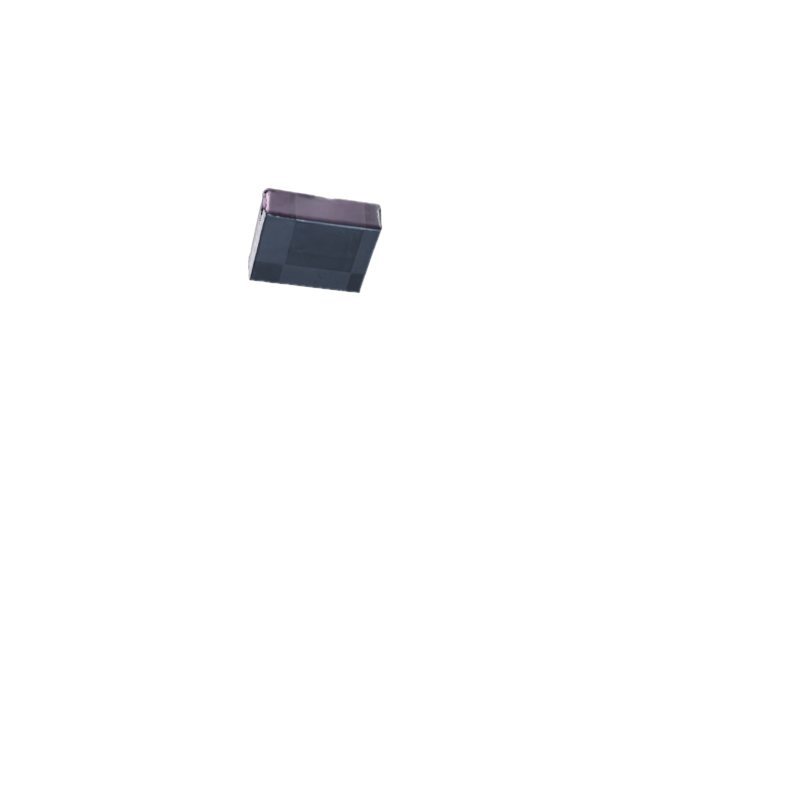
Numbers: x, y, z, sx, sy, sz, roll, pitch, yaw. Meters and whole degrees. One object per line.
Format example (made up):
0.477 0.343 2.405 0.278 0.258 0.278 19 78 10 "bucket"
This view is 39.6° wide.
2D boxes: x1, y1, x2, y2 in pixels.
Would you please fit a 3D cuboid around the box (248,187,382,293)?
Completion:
-0.065 -0.118 0.827 0.088 0.032 0.069 8 -40 -10 "box"
